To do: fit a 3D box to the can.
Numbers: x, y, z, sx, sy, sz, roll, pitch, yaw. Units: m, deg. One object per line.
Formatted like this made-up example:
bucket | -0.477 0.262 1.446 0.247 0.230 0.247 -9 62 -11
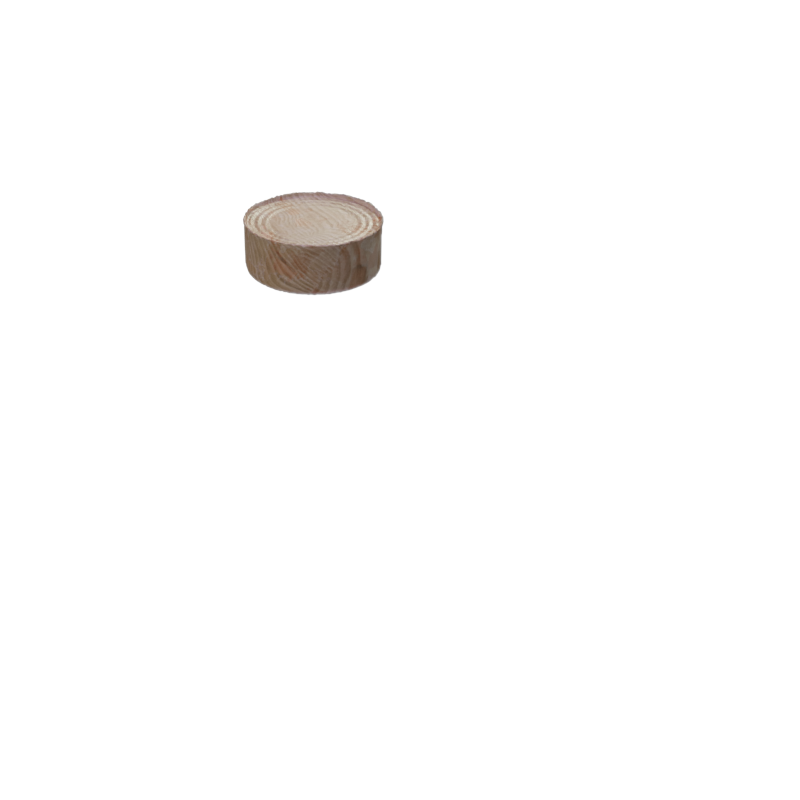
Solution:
can | -0.054 -0.098 0.684 0.086 0.032 0.091 -1 30 -2
